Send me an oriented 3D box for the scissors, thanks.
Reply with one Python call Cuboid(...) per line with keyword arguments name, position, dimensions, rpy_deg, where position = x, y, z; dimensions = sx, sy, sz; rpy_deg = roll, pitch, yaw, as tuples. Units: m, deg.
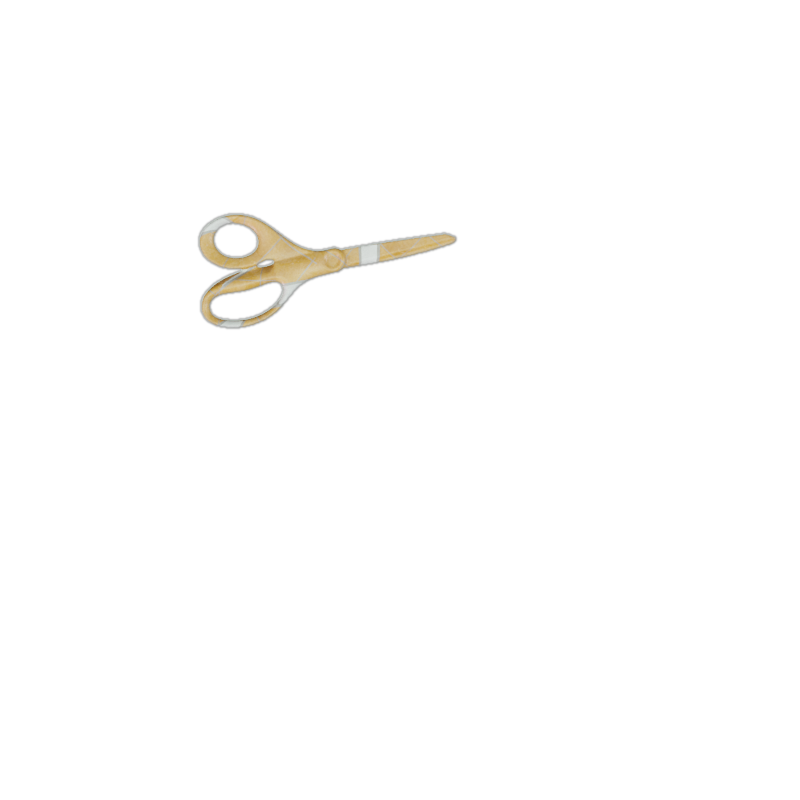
Cuboid(name="scissors", position=(-0.067, -0.123, 0.858), dimensions=(0.201, 0.097, 0.016), rpy_deg=(-26, -2, -1))
